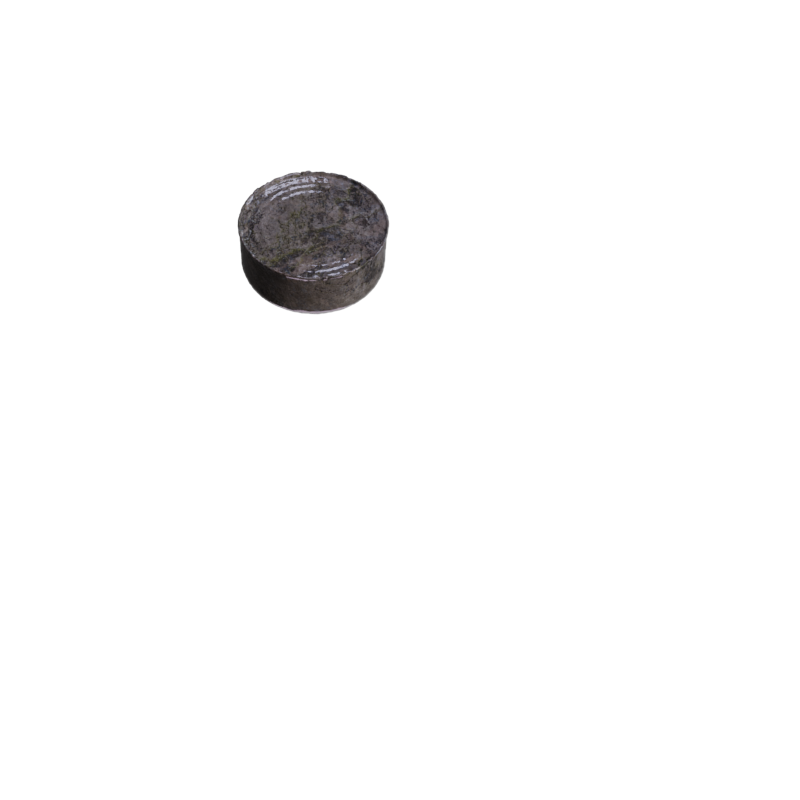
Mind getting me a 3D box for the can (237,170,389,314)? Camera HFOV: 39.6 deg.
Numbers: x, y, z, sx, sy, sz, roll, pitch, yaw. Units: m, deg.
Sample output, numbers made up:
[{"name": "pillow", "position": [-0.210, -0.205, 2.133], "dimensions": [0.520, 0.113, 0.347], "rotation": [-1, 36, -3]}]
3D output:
[{"name": "can", "position": [-0.050, -0.091, 0.640], "dimensions": [0.086, 0.092, 0.031], "rotation": [-1, -40, -1]}]
